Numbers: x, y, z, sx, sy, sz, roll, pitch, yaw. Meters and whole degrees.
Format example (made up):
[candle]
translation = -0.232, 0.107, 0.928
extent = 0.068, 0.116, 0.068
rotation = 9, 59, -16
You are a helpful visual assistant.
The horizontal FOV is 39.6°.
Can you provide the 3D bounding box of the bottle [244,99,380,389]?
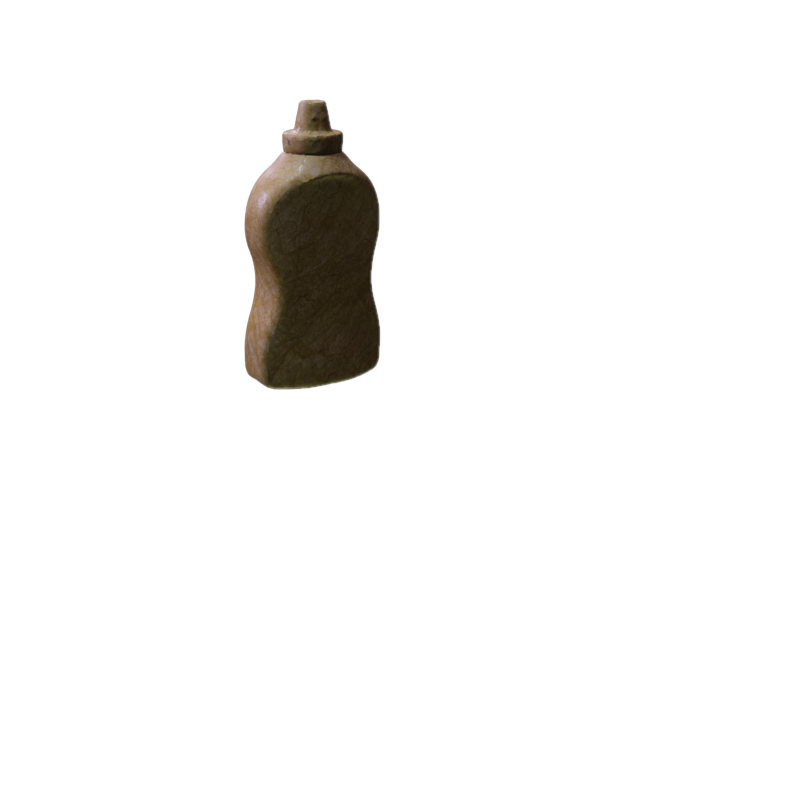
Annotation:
[bottle]
translation = -0.060, -0.108, 0.757
extent = 0.094, 0.185, 0.062
rotation = -8, 17, -30
